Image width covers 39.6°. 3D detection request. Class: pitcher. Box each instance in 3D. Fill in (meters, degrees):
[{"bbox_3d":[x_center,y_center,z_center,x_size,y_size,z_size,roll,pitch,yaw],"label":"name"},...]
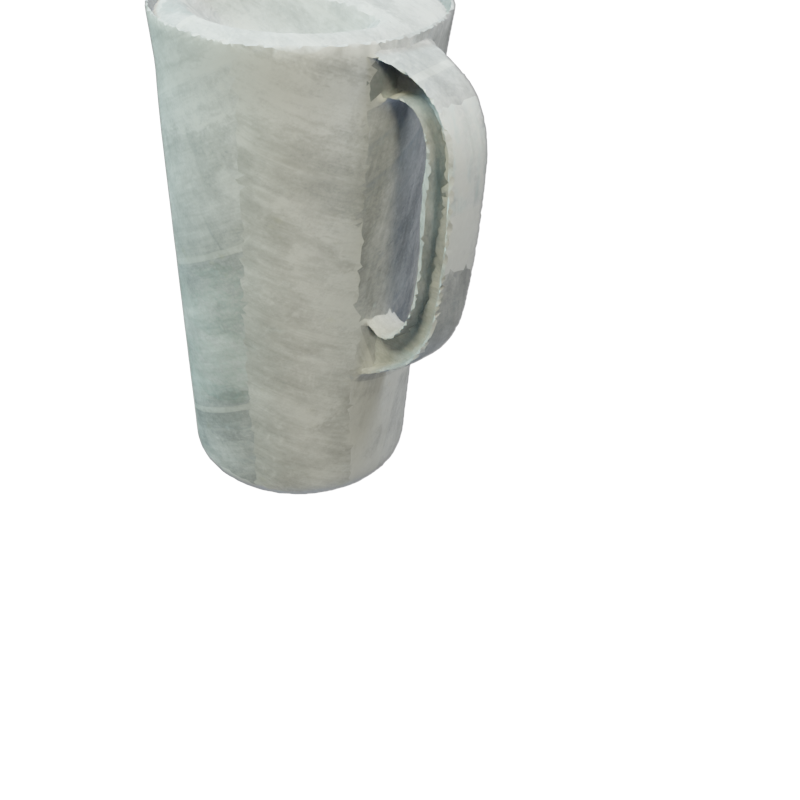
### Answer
[{"bbox_3d":[-0.041,-0.074,0.521,0.145,0.229,0.158,3,31,1],"label":"pitcher"}]
